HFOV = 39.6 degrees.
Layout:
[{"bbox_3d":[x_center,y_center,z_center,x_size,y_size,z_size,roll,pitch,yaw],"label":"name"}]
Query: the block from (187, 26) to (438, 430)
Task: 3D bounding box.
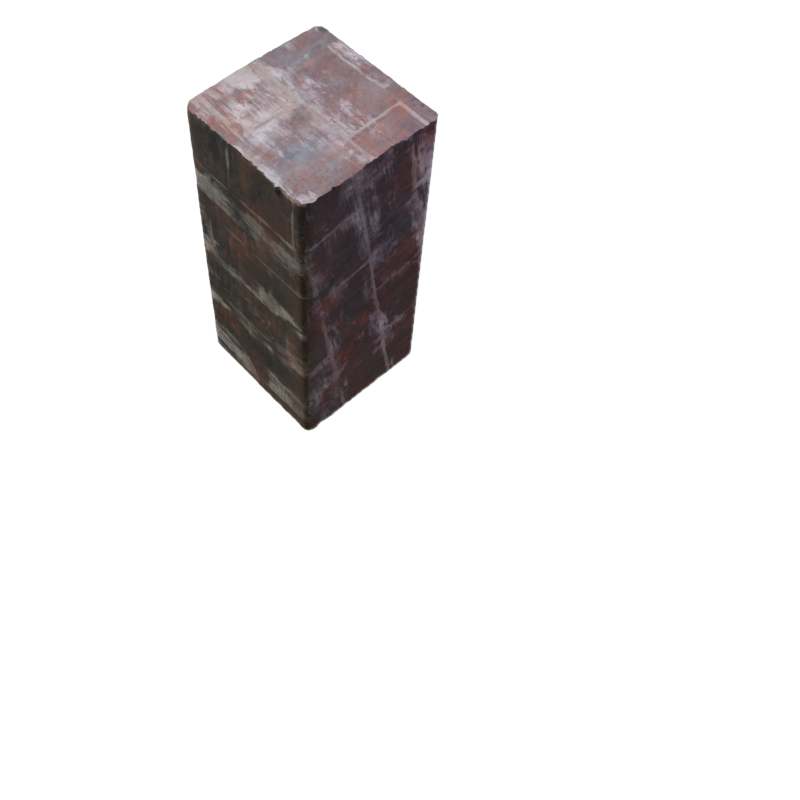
[{"bbox_3d":[-0.048,-0.087,0.609,0.091,0.096,0.193,-37,-24,-24],"label":"block"}]
